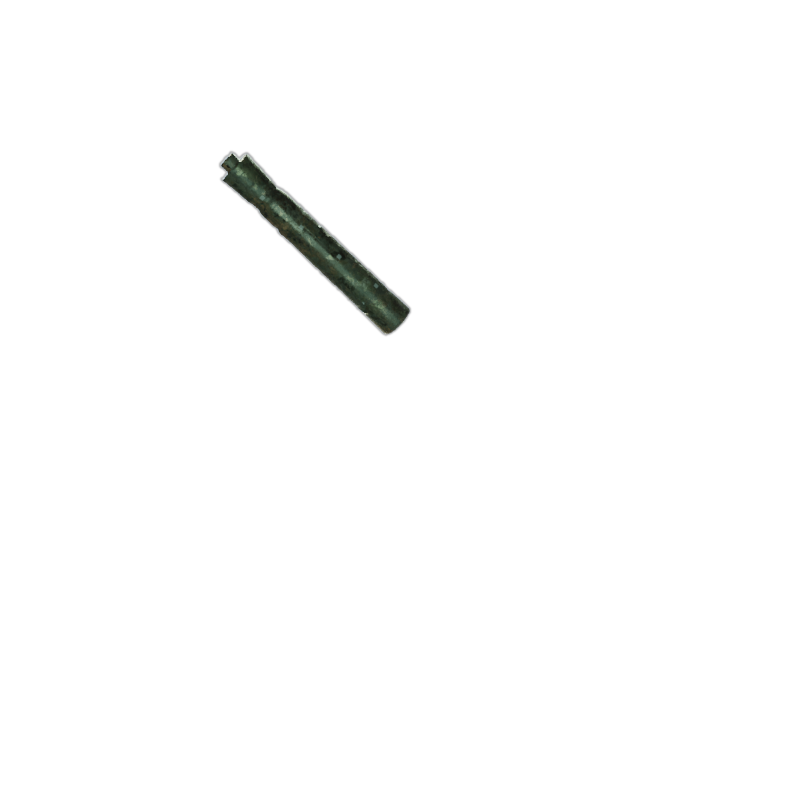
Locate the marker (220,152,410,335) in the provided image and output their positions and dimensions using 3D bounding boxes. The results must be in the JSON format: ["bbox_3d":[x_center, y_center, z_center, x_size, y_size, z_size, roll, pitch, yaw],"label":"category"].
[{"bbox_3d":[-0.044,-0.080,0.558,0.118,0.020,0.020,43,-6,-9],"label":"marker"}]
